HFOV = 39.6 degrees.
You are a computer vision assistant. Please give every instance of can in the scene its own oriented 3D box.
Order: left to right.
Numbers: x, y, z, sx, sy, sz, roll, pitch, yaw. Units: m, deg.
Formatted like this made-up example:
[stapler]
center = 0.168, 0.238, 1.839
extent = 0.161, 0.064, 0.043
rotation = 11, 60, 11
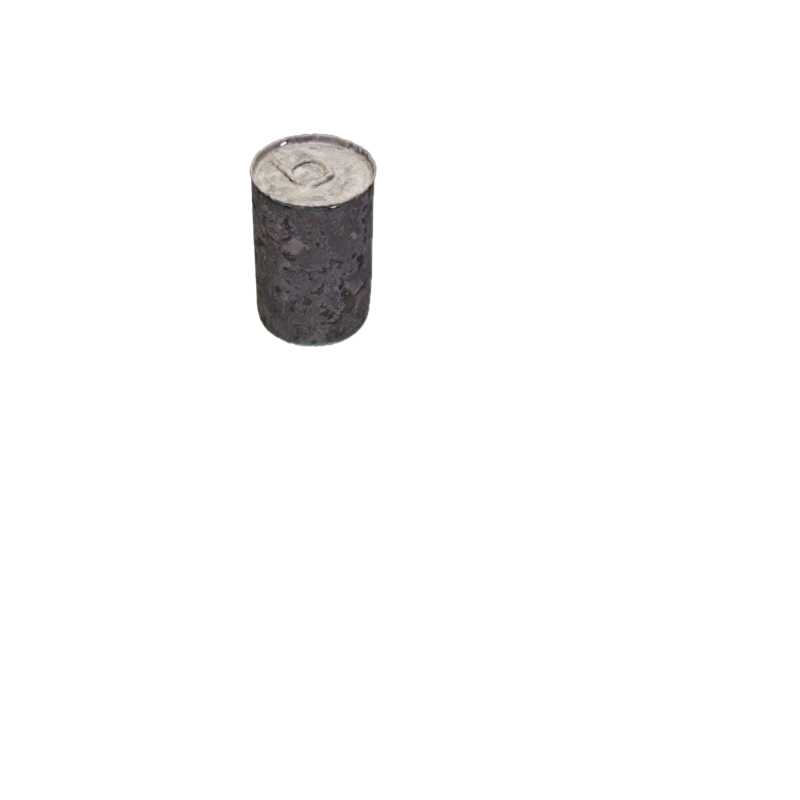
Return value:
[can]
center = -0.049, -0.089, 0.622
extent = 0.068, 0.095, 0.073
rotation = 0, 42, -3
